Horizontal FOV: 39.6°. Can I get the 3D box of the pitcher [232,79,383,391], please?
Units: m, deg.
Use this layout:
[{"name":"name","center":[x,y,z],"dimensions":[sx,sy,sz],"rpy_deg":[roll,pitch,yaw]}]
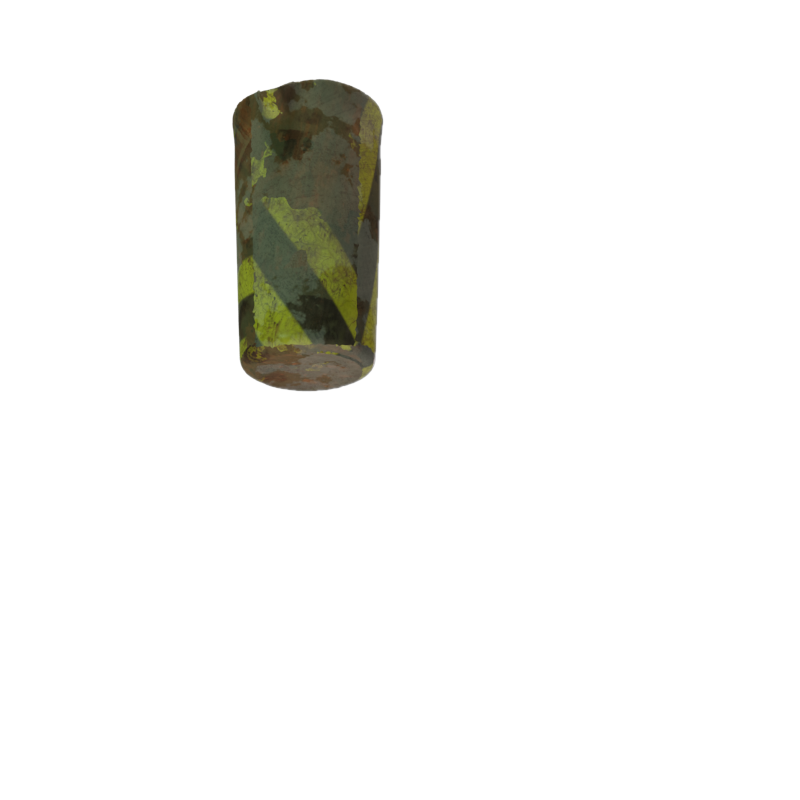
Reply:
[{"name":"pitcher","center":[-0.073,-0.134,0.937],"dimensions":[0.144,0.257,0.142],"rpy_deg":[10,-27,-24]}]
